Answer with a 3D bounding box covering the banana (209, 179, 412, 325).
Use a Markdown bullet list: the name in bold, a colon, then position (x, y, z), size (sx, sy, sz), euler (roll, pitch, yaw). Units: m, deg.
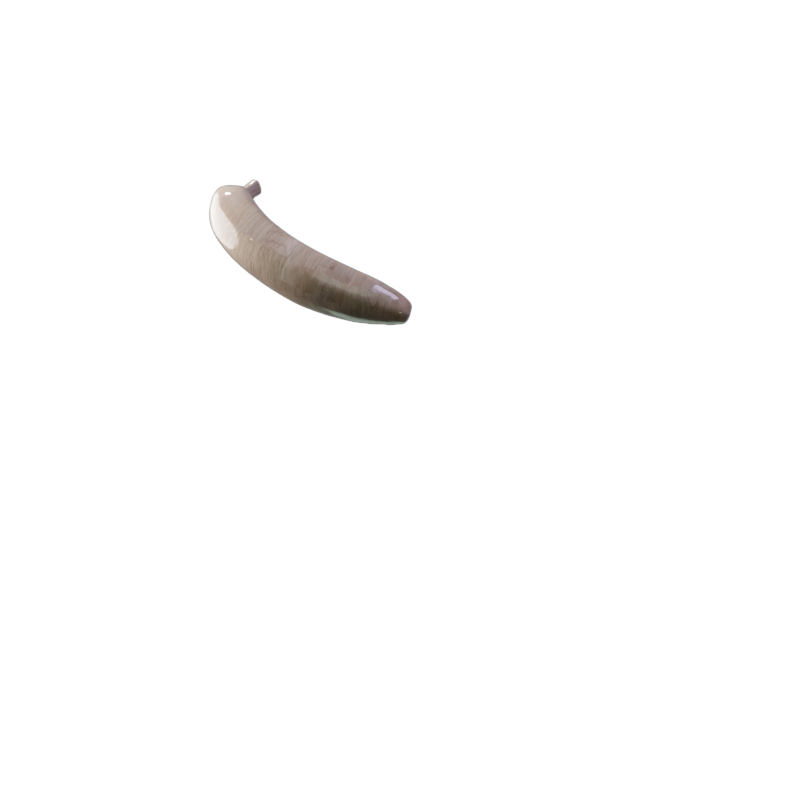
- **banana**: position (-0.075, -0.102, 0.740), size (0.069, 0.034, 0.213), euler (-23, 45, -26)
